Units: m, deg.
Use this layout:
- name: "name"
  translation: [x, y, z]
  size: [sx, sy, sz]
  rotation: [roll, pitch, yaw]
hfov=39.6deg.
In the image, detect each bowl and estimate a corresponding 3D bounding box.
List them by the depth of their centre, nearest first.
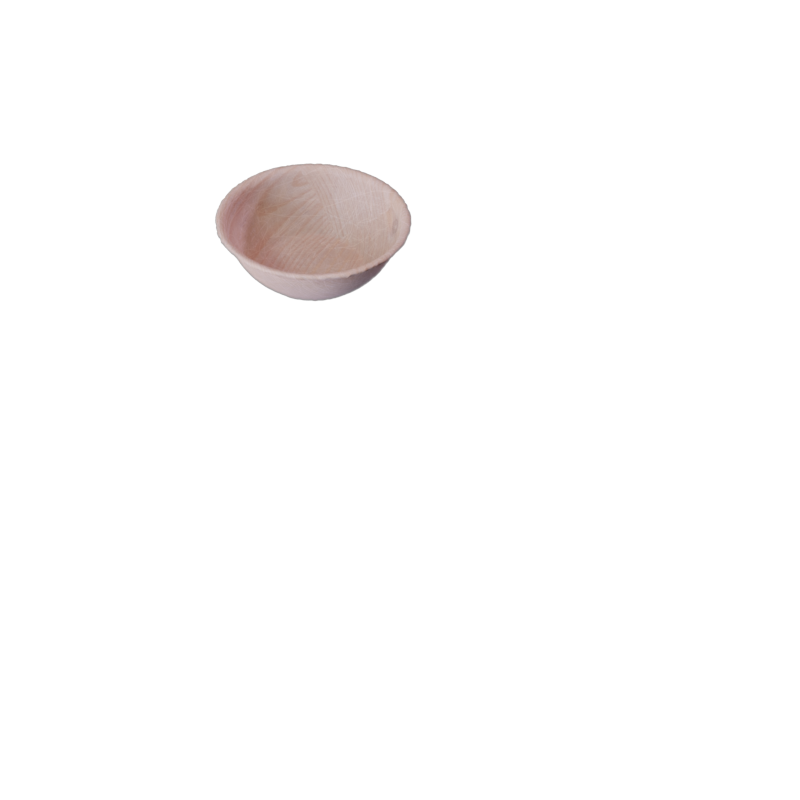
- name: "bowl"
  translation: [-0.073, -0.133, 0.929]
  size: [0.162, 0.051, 0.174]
  rotation: [-1, 42, -1]
